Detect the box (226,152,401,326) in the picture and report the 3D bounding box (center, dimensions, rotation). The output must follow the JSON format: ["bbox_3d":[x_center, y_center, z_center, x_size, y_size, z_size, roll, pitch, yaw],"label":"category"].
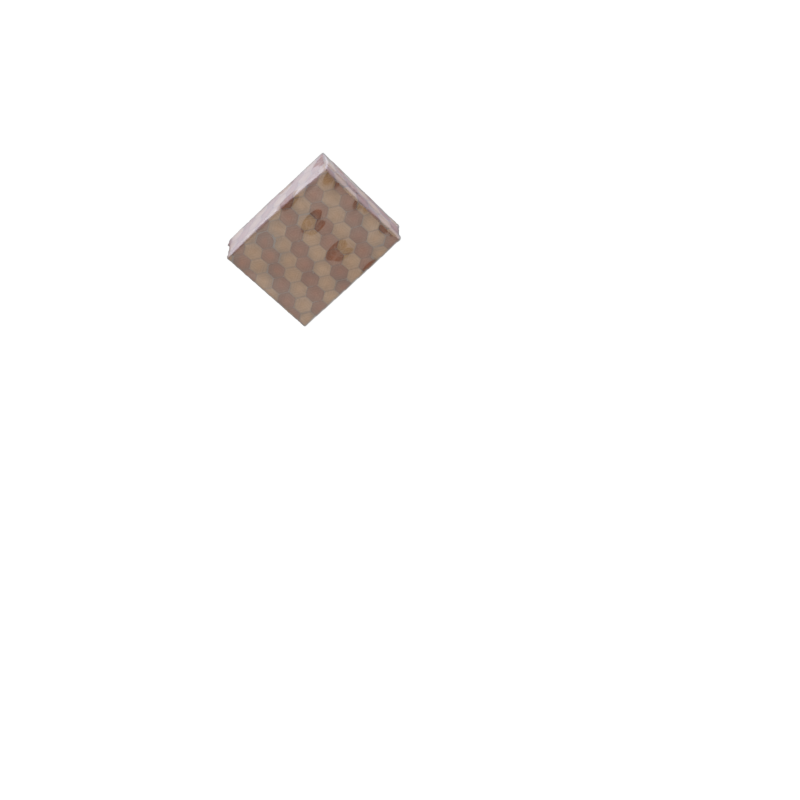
[{"bbox_3d":[-0.070,-0.127,0.892,0.112,0.086,0.041,-40,21,18],"label":"box"}]
